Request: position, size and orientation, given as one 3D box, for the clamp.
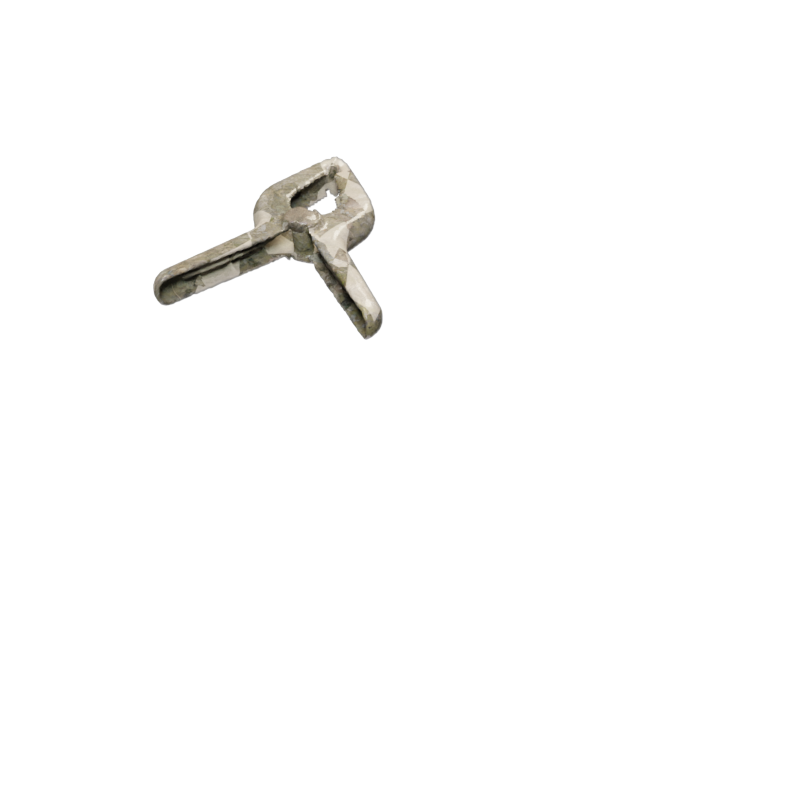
[{"bbox_3d":[-0.065,-0.119,0.831,0.170,0.034,0.218,14,41,16],"label":"clamp"}]
